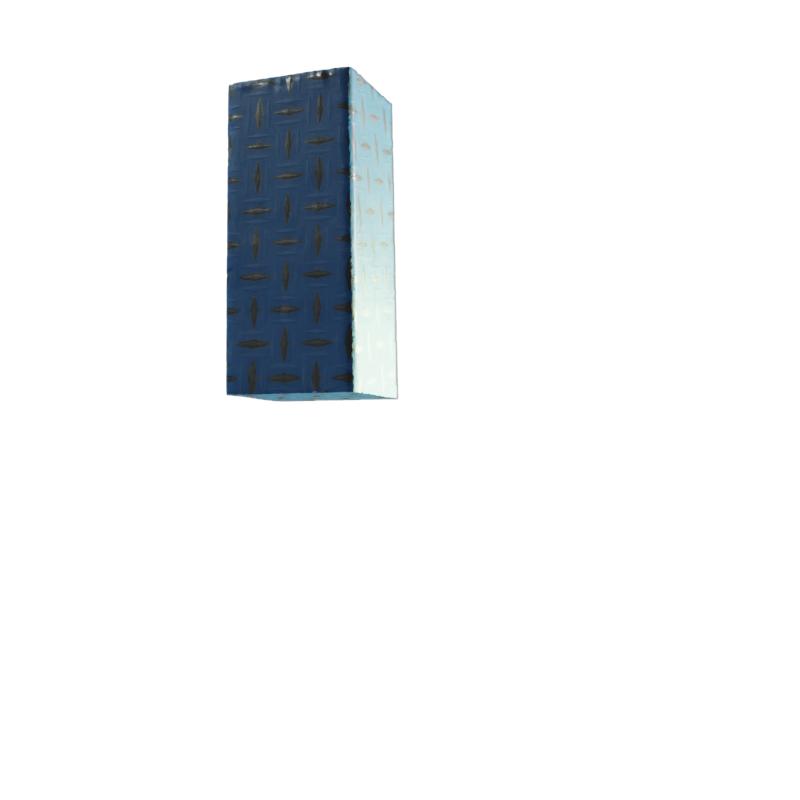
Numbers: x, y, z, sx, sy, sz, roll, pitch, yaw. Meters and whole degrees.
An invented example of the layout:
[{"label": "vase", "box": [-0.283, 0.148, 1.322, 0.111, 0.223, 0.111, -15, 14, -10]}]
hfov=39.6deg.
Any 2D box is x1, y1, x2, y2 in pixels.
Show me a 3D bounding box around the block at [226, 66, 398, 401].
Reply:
[{"label": "block", "box": [-0.058, -0.106, 0.740, 0.093, 0.212, 0.086, -4, -10, 20]}]
